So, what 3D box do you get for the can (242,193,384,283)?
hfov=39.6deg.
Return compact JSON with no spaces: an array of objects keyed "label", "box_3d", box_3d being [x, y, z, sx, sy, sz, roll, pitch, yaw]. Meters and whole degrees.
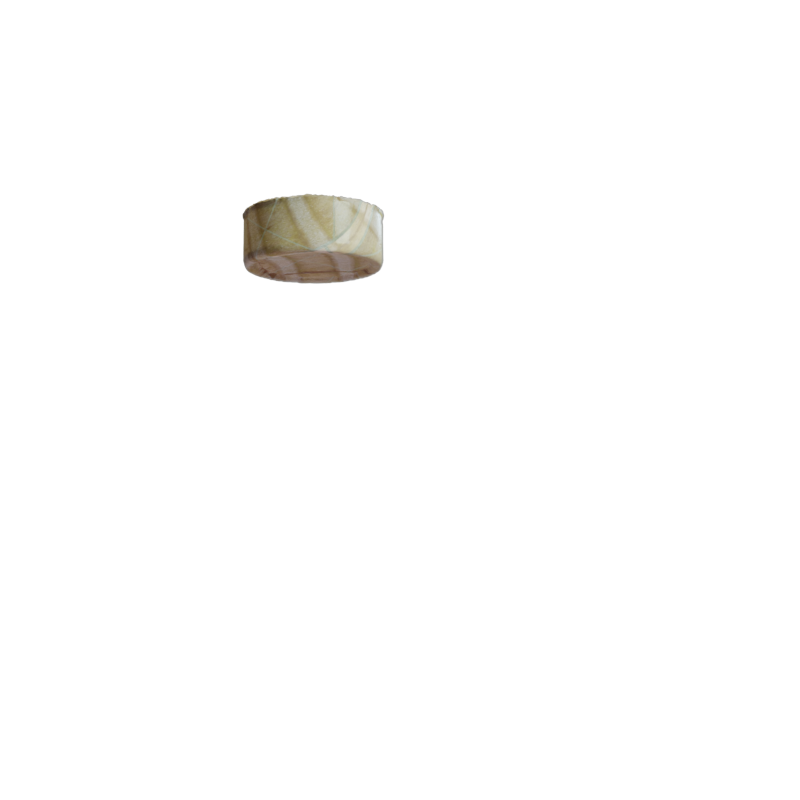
[{"label":"can","box_3d":[-0.052,-0.095,0.669,0.086,0.035,0.084,0,-9,-2]}]
